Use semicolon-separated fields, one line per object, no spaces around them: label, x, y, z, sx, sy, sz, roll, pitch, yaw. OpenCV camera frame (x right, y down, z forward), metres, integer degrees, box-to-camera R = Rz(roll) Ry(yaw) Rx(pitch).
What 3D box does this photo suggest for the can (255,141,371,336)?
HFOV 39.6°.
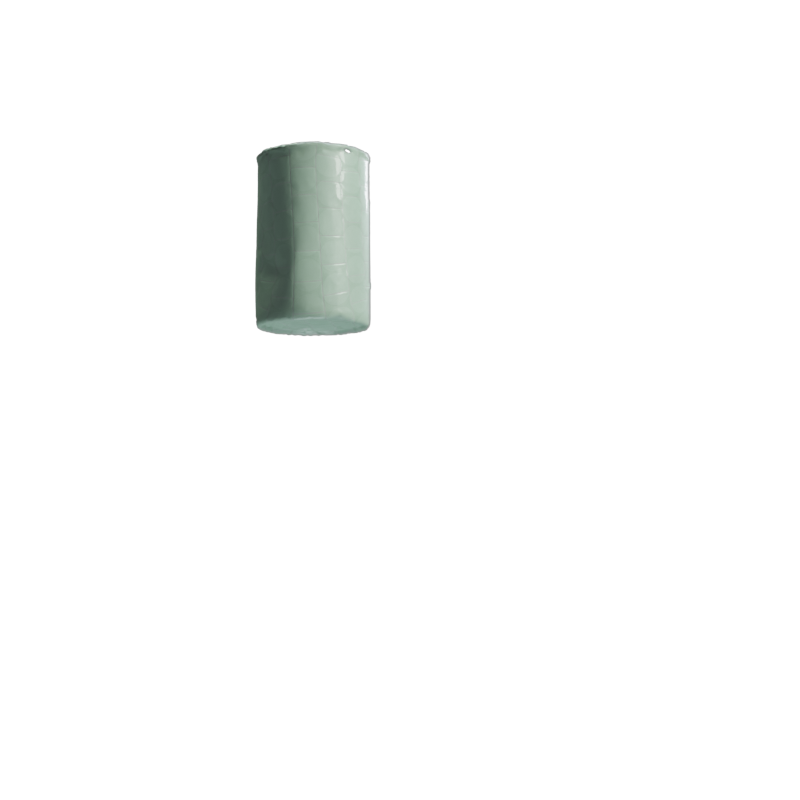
can;-0.051;-0.092;0.647;0.068;0.105;0.067;0;-10;-2
